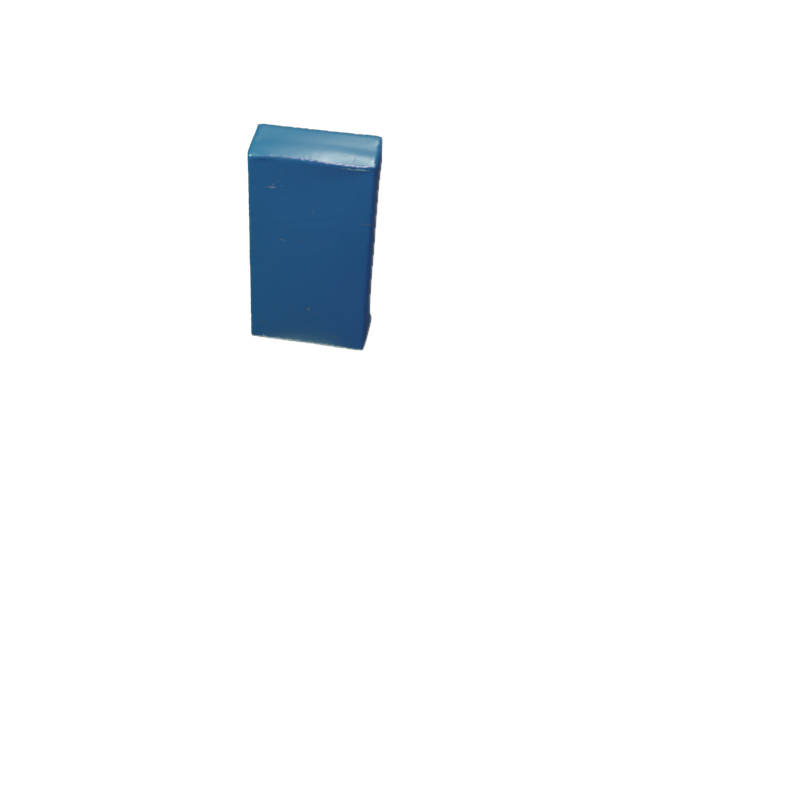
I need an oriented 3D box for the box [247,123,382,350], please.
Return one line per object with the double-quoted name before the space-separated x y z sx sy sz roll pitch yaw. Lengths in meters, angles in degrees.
"box" -0.065 -0.118 0.826 0.094 0.164 0.051 8 45 5
